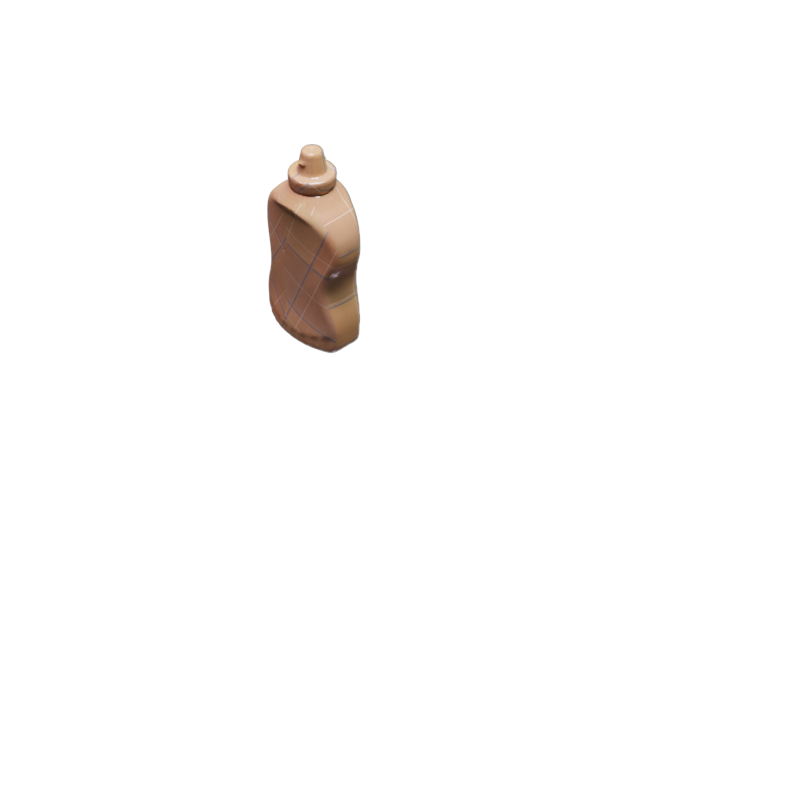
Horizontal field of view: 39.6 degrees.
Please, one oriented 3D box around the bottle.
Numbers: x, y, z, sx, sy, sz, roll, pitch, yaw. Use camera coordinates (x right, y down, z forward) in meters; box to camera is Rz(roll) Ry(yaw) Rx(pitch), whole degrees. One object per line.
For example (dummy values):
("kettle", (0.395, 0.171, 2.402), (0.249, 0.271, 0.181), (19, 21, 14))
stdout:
("bottle", (-0.076, -0.137, 0.962), (0.058, 0.179, 0.103), (-27, 49, -30))
